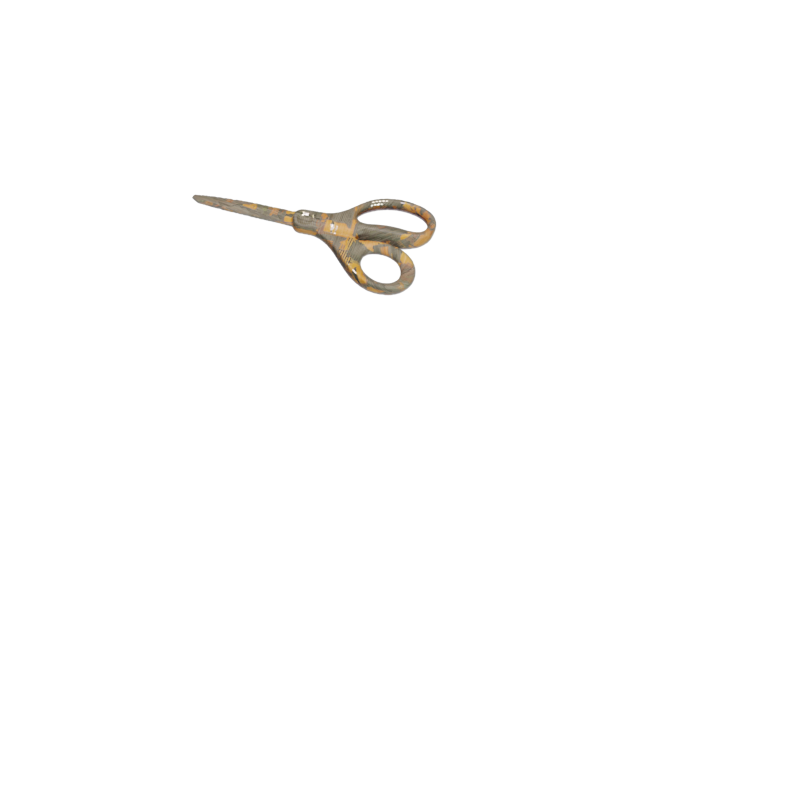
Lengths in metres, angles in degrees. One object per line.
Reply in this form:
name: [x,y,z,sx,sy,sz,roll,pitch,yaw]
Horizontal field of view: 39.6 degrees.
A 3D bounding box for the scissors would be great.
scissors: [-0.071,-0.129,0.905,0.201,0.103,0.015,-1,-31,-1]
